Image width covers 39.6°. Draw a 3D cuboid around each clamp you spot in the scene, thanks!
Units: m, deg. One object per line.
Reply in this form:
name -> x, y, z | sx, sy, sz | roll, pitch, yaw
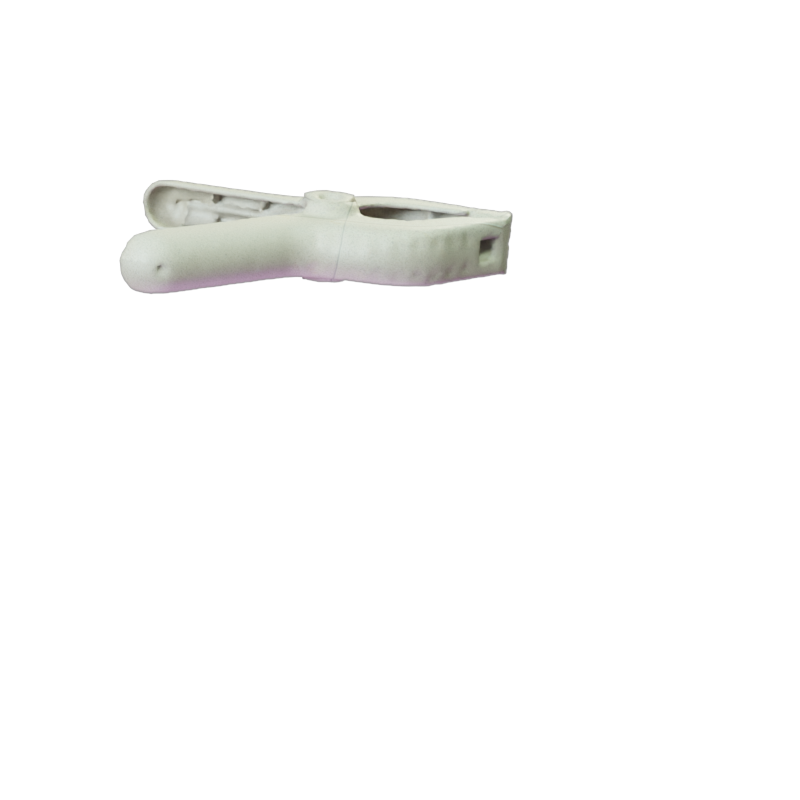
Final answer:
clamp -> -0.037, -0.067, 0.473 | 0.172, 0.037, 0.126 | 2, 27, 3
